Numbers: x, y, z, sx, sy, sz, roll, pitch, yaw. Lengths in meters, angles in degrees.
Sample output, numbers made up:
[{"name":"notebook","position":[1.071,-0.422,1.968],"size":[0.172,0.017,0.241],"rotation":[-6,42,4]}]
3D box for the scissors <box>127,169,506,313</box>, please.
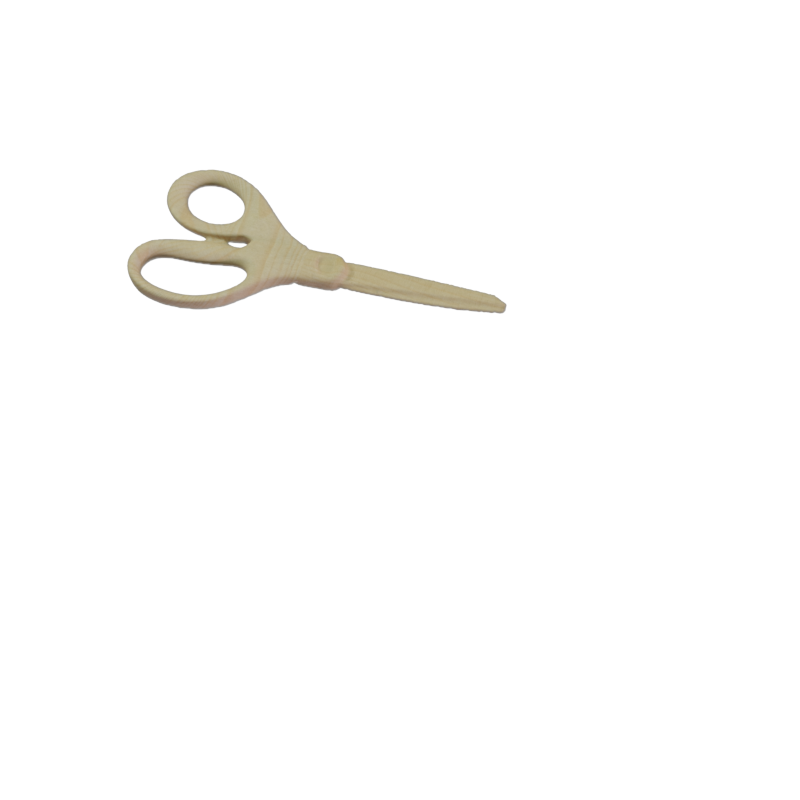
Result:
[{"name":"scissors","position":[-0.048,-0.087,0.611],"size":[0.201,0.103,0.015],"rotation":[-2,-30,-1]}]
